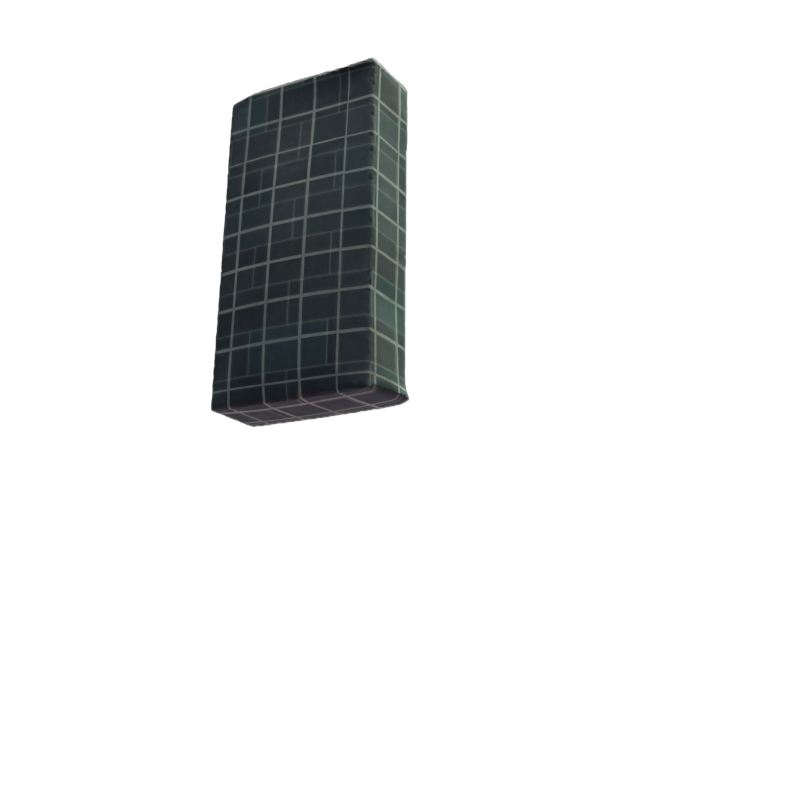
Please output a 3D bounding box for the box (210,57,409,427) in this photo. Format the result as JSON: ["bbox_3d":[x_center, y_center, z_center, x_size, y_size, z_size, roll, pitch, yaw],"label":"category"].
[{"bbox_3d":[-0.045,-0.081,0.566,0.095,0.185,0.045,-12,-23,28],"label":"box"}]
